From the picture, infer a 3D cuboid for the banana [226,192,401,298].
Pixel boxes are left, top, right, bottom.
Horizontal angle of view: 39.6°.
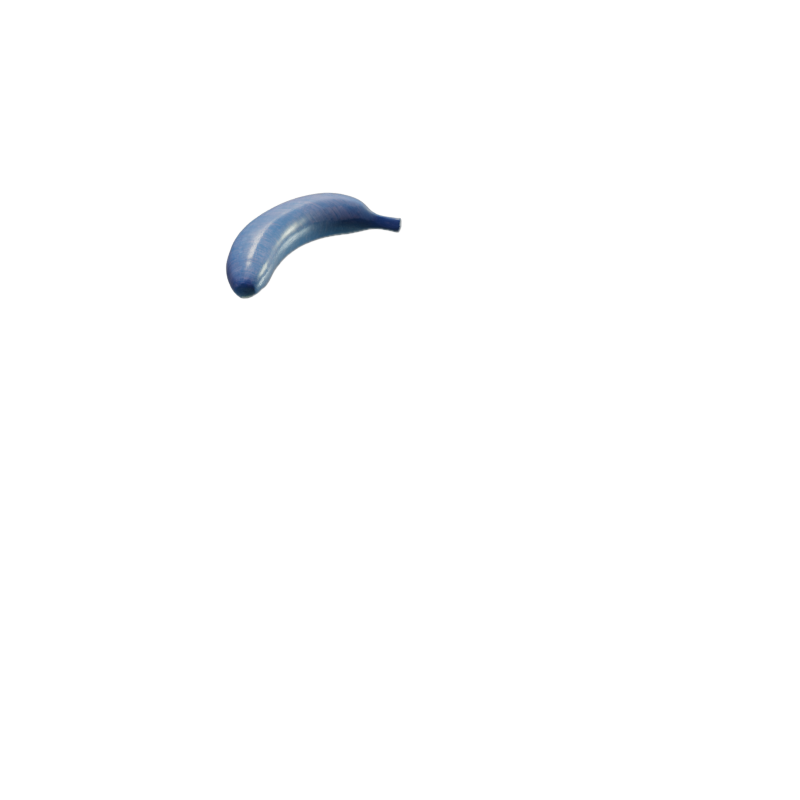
[{"bbox_3d":[-0.078,-0.125,0.839,0.073,0.035,0.198,17,32,30],"label":"banana"}]
